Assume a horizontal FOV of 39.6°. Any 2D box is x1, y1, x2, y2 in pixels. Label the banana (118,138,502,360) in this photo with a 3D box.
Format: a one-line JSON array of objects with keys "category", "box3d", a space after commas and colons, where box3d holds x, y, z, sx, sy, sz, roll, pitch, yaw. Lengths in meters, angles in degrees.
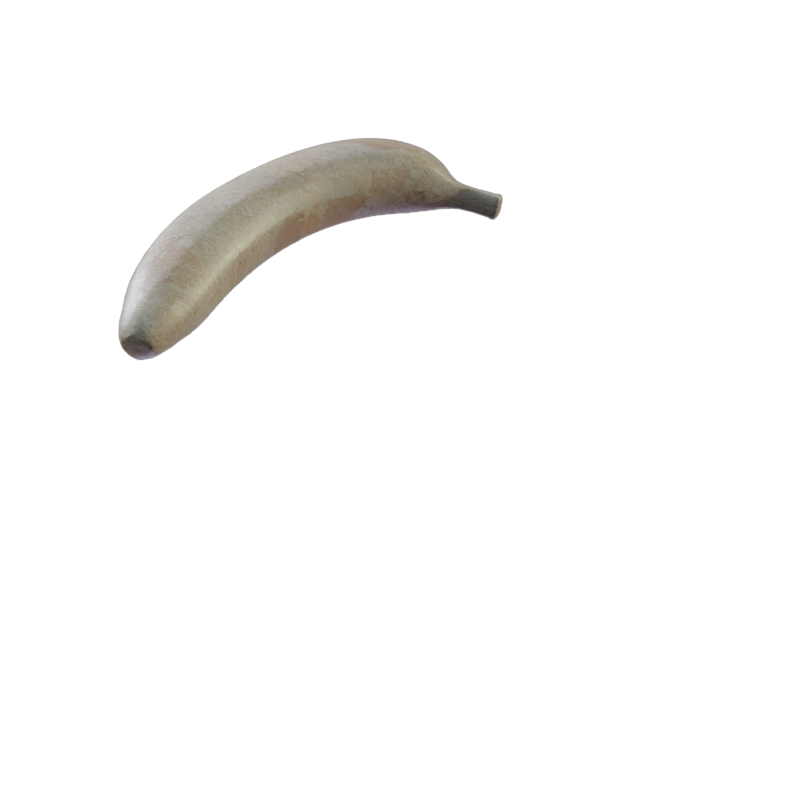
[{"category": "banana", "box3d": [-0.045, -0.076, 0.473, 0.197, 0.034, 0.075, -28, 45, -32]}]
